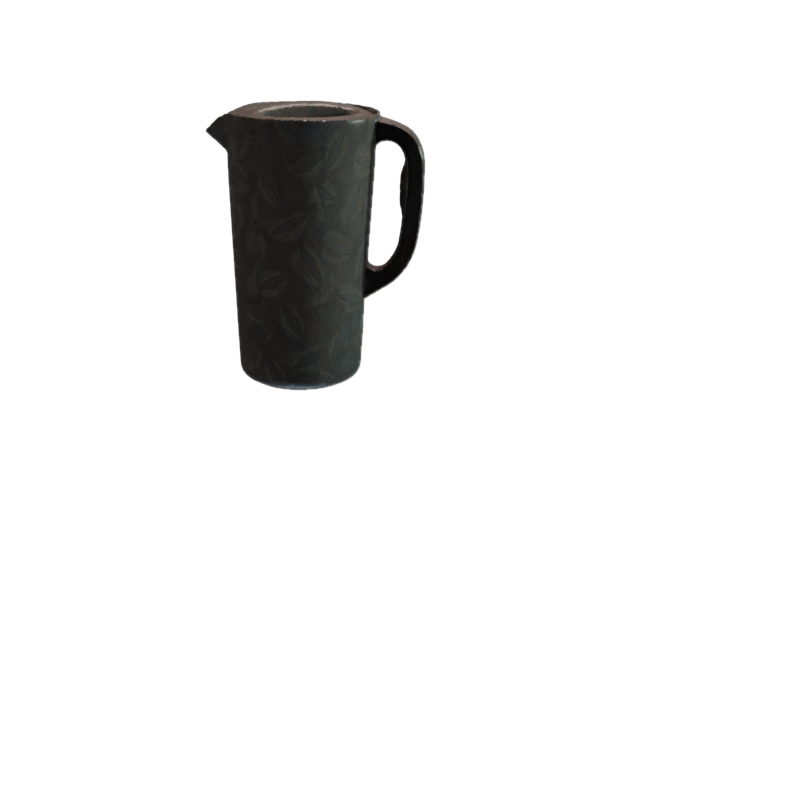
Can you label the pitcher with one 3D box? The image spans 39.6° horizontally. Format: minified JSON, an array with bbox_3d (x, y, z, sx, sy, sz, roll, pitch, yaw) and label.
[{"bbox_3d":[-0.075,-0.138,0.963,0.141,0.235,0.158,-12,21,-37],"label":"pitcher"}]
